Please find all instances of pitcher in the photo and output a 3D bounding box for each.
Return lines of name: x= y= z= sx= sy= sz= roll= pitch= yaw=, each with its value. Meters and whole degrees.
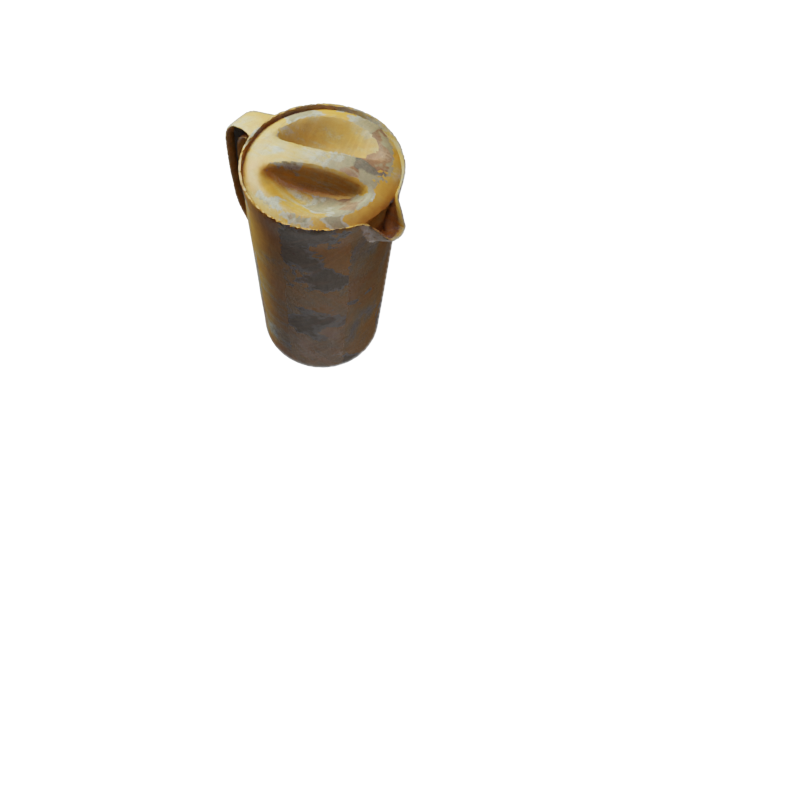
pitcher: x=-0.076 y=-0.139 z=0.975 sx=0.144 sy=0.160 sz=0.228 roll=-2 pitch=-32 yaw=-4
